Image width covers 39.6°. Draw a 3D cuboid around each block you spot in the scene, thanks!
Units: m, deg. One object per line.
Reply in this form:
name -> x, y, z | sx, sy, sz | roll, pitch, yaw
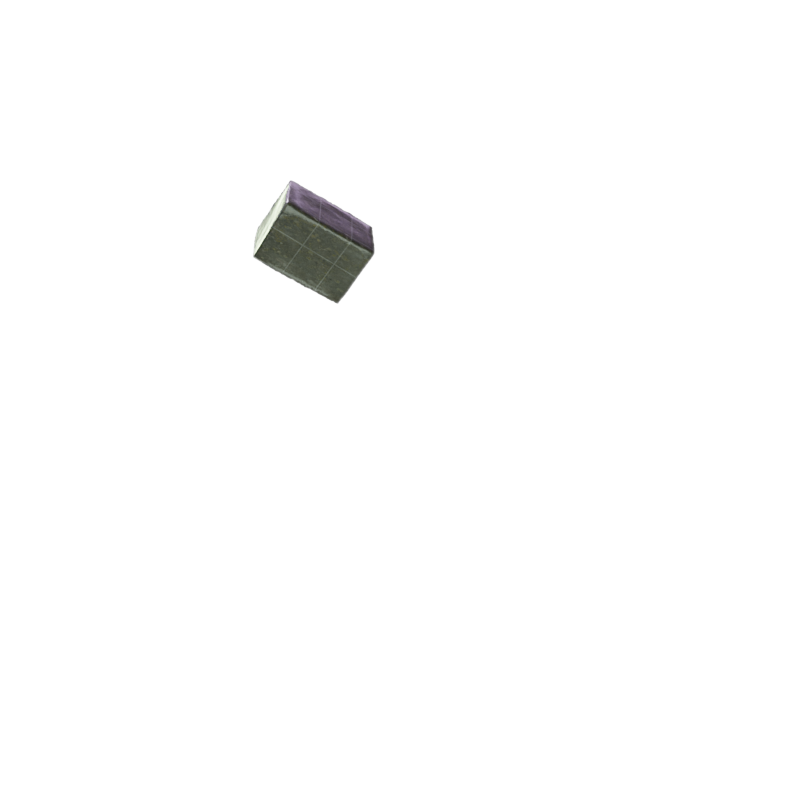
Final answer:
block -> -0.066, -0.120, 0.841 | 0.075, 0.051, 0.054 | 29, 23, -15
